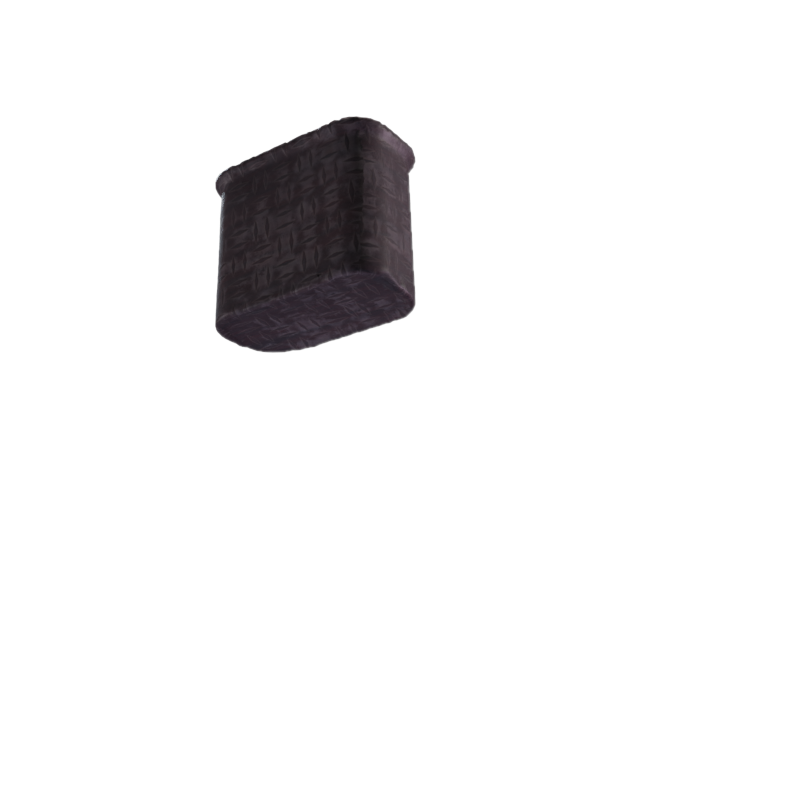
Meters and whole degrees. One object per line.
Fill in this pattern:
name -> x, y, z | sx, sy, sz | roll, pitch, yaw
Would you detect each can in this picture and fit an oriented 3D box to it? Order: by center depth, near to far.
can -> -0.042, -0.077, 0.537 | 0.103, 0.089, 0.053 | -18, -32, 30
